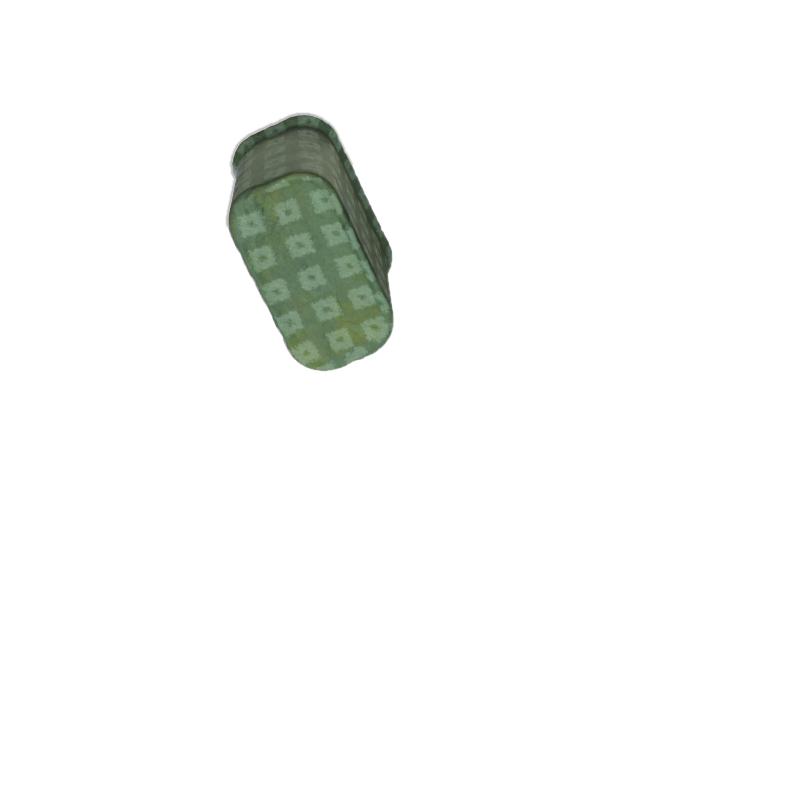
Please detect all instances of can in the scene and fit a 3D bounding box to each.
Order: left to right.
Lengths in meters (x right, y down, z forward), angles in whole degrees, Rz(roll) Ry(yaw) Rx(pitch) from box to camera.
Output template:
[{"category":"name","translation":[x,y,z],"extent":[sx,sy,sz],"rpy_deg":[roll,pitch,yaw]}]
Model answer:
[{"category":"can","translation":[-0.042,-0.076,0.532],"extent":[0.058,0.096,0.088],"rpy_deg":[-23,24,8]}]
